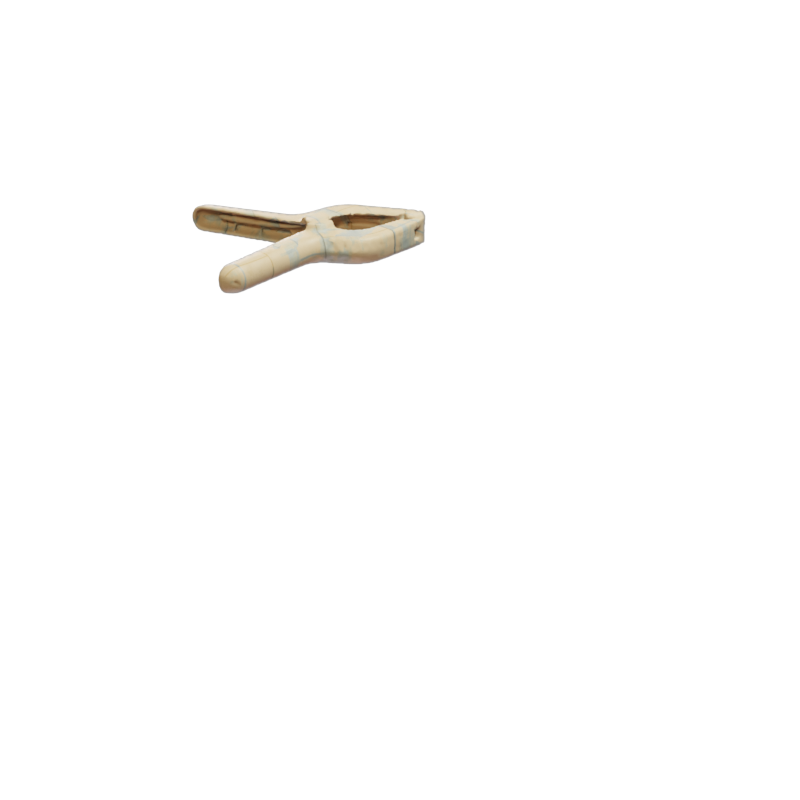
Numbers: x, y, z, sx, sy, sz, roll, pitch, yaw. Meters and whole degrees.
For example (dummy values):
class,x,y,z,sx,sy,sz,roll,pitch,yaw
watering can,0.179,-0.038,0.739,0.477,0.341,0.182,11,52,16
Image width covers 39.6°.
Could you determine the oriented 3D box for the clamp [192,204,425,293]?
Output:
class,x,y,z,sx,sy,sz,roll,pitch,yaw
clamp,-0.077,-0.140,0.983,0.208,0.034,0.176,-4,30,-7
